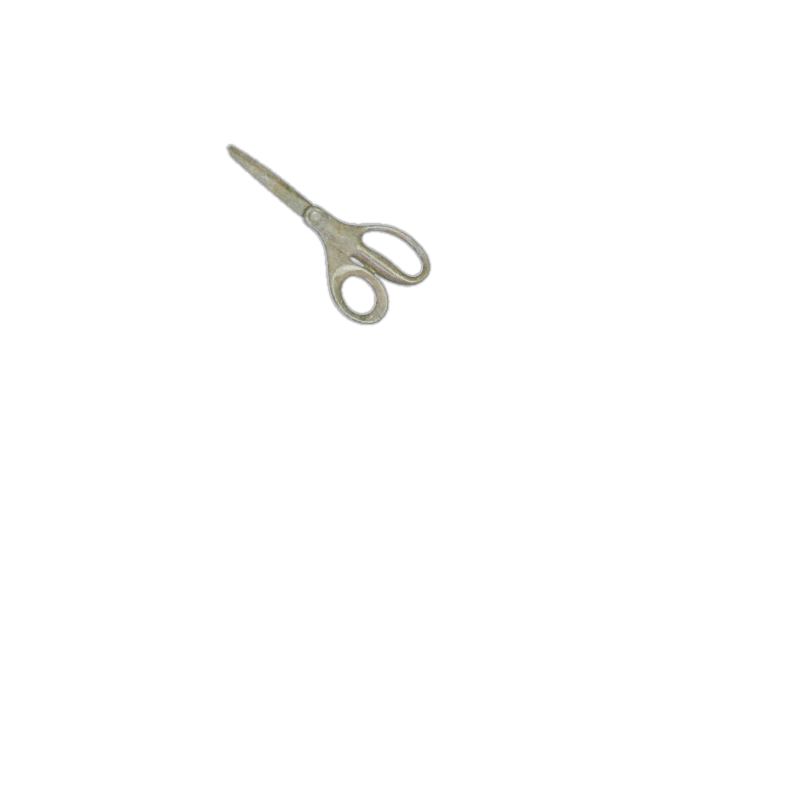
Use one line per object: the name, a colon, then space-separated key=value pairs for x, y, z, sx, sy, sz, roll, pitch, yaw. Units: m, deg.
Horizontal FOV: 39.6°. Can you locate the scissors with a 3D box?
scissors: x=-0.074 y=-0.135 z=0.947 sx=0.203 sy=0.097 sz=0.015 roll=24 pitch=-7 yaw=3
